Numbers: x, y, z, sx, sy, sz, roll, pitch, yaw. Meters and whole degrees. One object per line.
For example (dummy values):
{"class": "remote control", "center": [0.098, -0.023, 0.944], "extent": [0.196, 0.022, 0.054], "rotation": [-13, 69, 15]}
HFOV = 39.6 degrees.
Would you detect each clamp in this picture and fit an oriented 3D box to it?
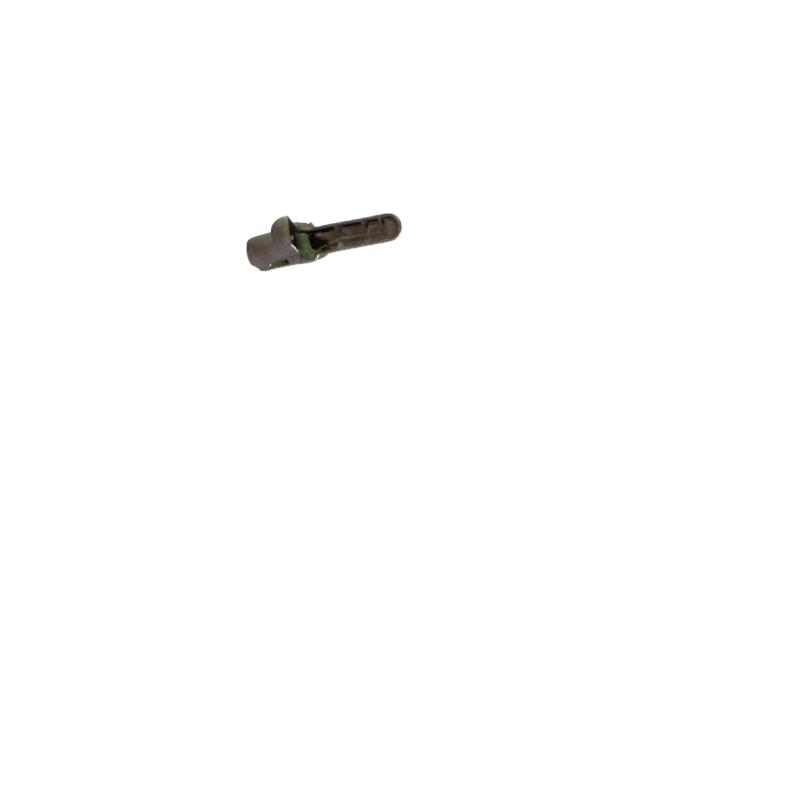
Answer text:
{"class": "clamp", "center": [-0.078, -0.142, 0.993], "extent": [0.117, 0.040, 0.174], "rotation": [0, 0, -22]}
